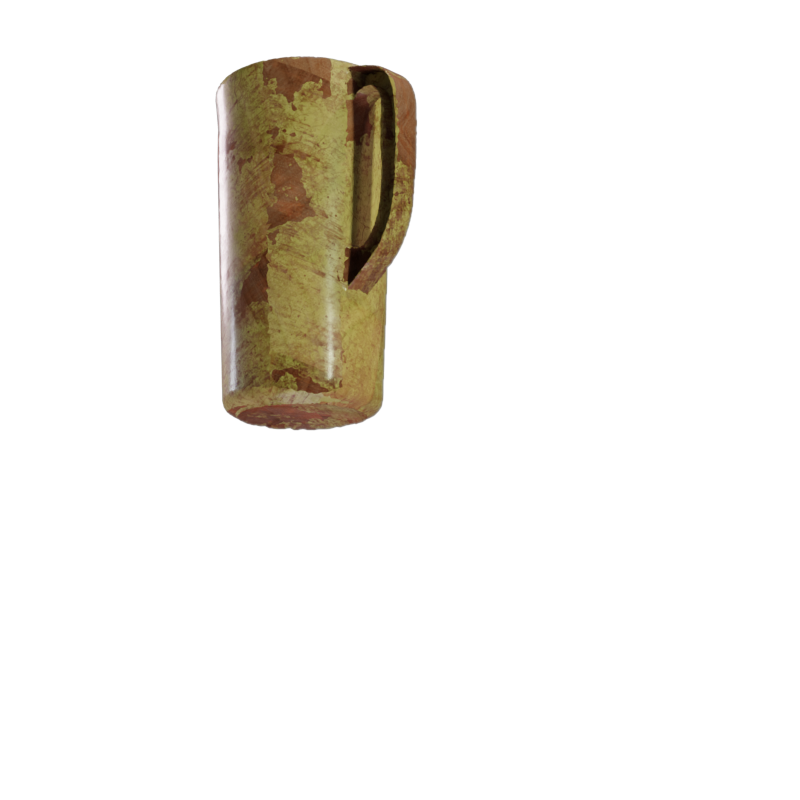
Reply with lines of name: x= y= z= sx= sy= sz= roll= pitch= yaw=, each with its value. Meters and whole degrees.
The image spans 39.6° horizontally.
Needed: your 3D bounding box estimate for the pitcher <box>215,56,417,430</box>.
pitcher: x=-0.060 y=-0.110 z=0.770 sx=0.145 sy=0.254 sz=0.142 roll=-2 pitch=-18 yaw=1
